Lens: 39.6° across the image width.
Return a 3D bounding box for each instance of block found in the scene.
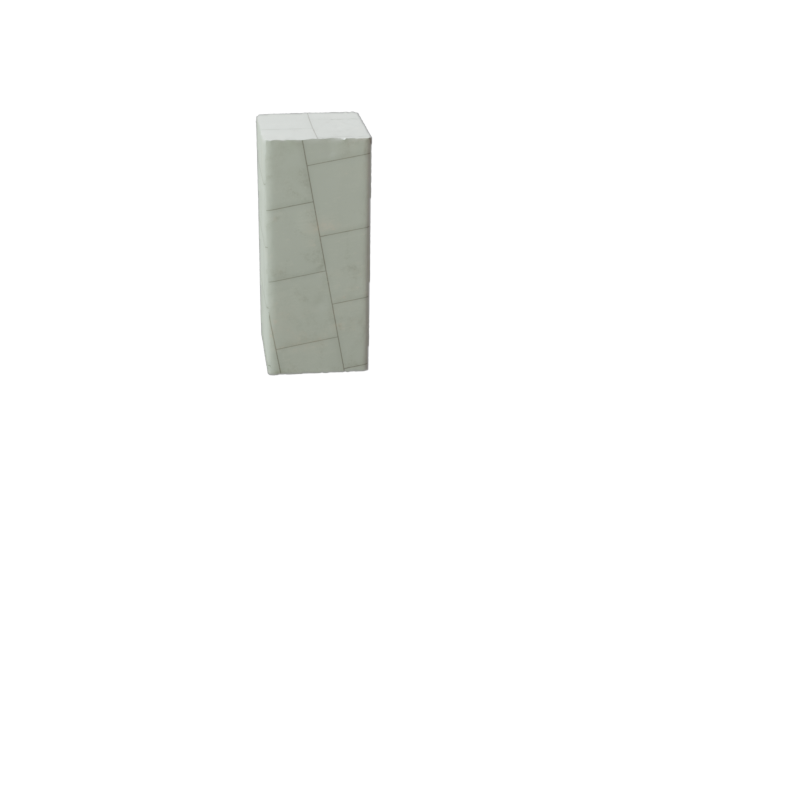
[{"bbox_3d":[-0.075,-0.136,0.949,0.089,0.196,0.096,-2,23,-8],"label":"block"}]
